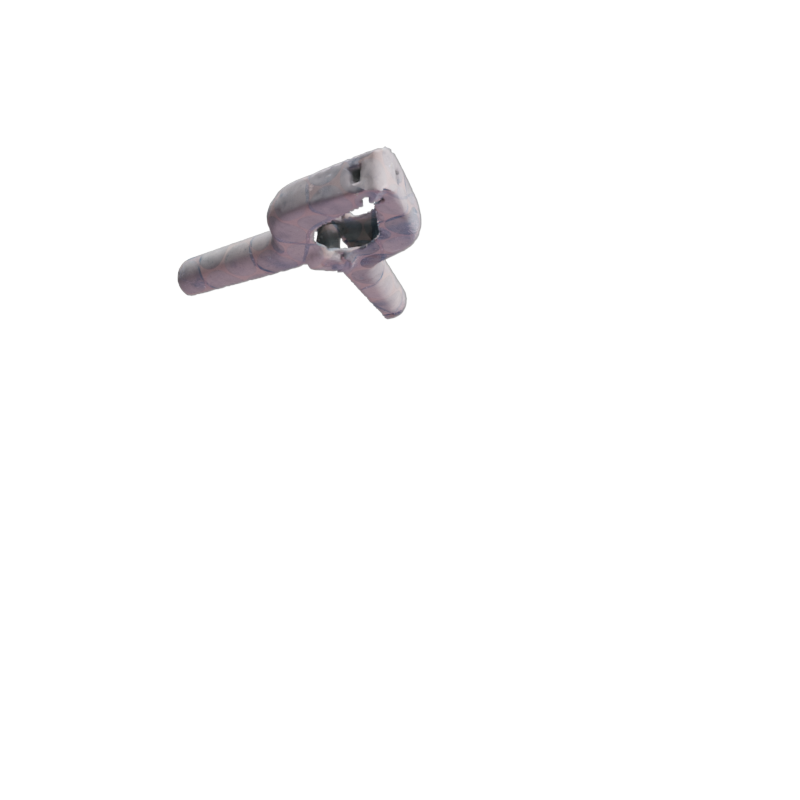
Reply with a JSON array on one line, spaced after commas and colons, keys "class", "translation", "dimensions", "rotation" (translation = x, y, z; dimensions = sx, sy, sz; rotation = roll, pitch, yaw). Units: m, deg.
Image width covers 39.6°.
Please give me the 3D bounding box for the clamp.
[{"class": "clamp", "translation": [-0.055, -0.101, 0.705], "dimensions": [0.162, 0.038, 0.203], "rotation": [3, -17, -11]}]
